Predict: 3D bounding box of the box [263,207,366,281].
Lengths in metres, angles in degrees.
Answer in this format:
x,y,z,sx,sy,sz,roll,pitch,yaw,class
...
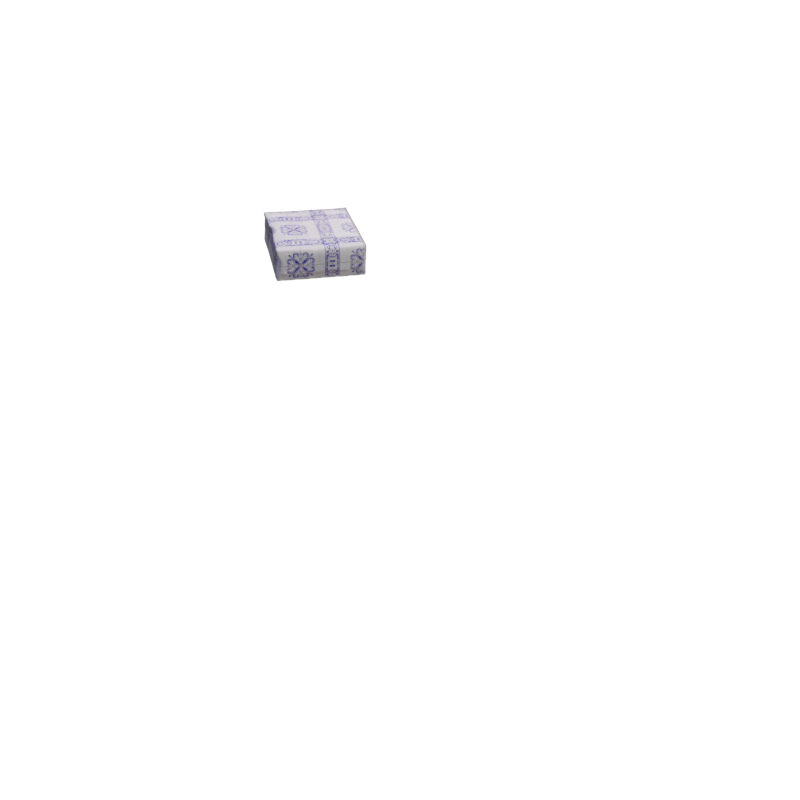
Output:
x,y,z,sx,sy,sz,roll,pitch,yaw,class
-0.072,-0.131,0.919,0.072,0.029,0.095,-5,29,-10,box
